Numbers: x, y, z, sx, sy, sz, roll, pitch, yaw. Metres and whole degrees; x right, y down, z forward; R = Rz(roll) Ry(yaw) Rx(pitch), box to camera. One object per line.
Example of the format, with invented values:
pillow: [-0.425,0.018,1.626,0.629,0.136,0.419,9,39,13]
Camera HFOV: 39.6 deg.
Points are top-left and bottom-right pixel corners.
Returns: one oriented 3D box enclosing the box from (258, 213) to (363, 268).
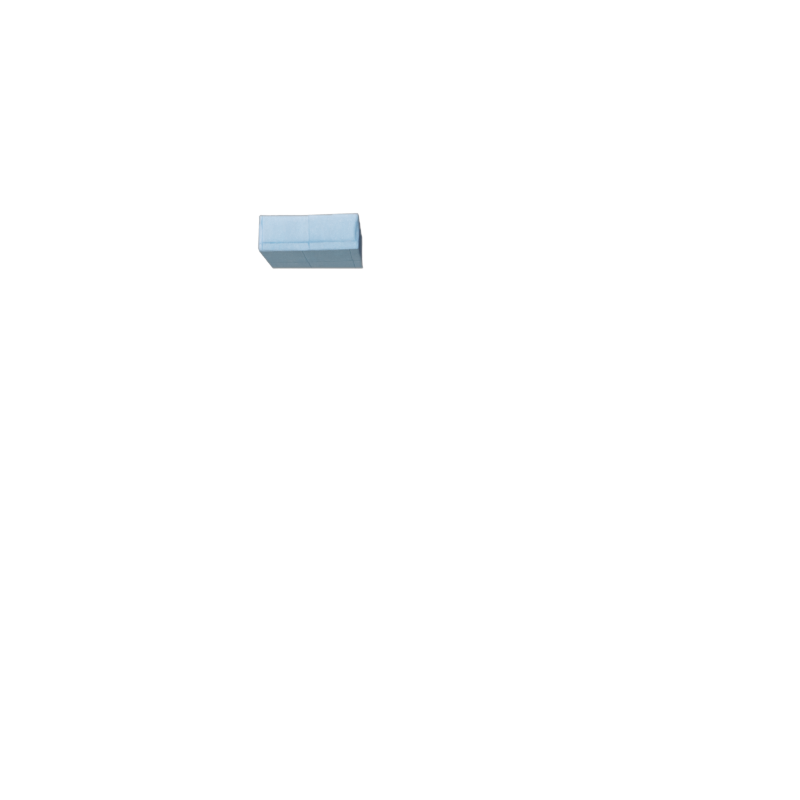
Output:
box: [-0.066,-0.120,0.839,0.073,0.031,0.087,0,-3,2]
